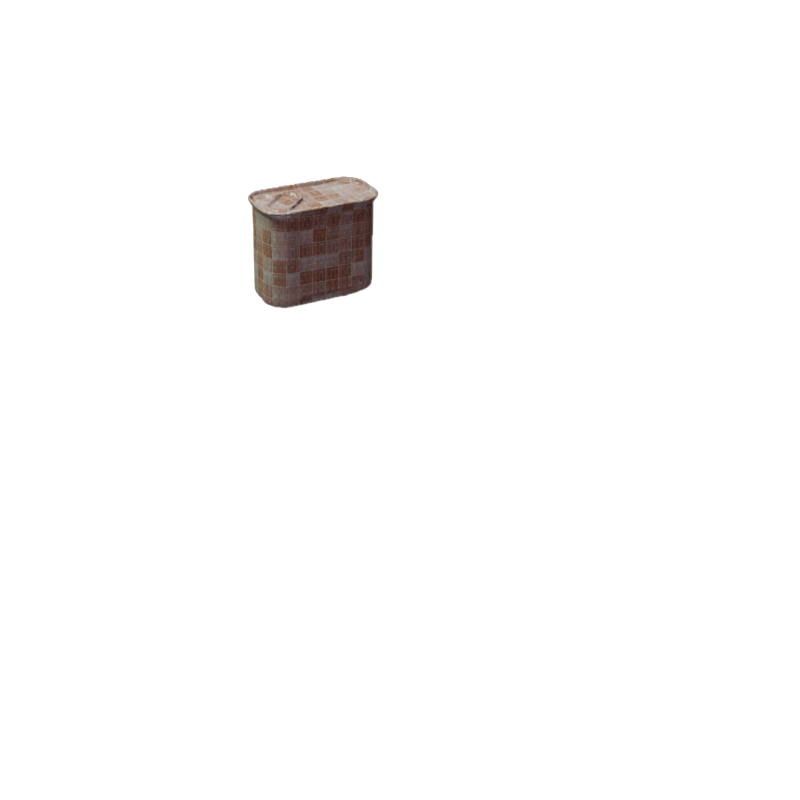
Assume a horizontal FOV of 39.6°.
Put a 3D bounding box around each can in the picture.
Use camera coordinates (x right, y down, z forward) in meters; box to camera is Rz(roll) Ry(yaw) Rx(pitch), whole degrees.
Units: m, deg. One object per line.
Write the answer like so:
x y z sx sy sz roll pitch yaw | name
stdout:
-0.071 -0.129 0.901 0.100 0.079 0.062 -13 30 -24 | can
